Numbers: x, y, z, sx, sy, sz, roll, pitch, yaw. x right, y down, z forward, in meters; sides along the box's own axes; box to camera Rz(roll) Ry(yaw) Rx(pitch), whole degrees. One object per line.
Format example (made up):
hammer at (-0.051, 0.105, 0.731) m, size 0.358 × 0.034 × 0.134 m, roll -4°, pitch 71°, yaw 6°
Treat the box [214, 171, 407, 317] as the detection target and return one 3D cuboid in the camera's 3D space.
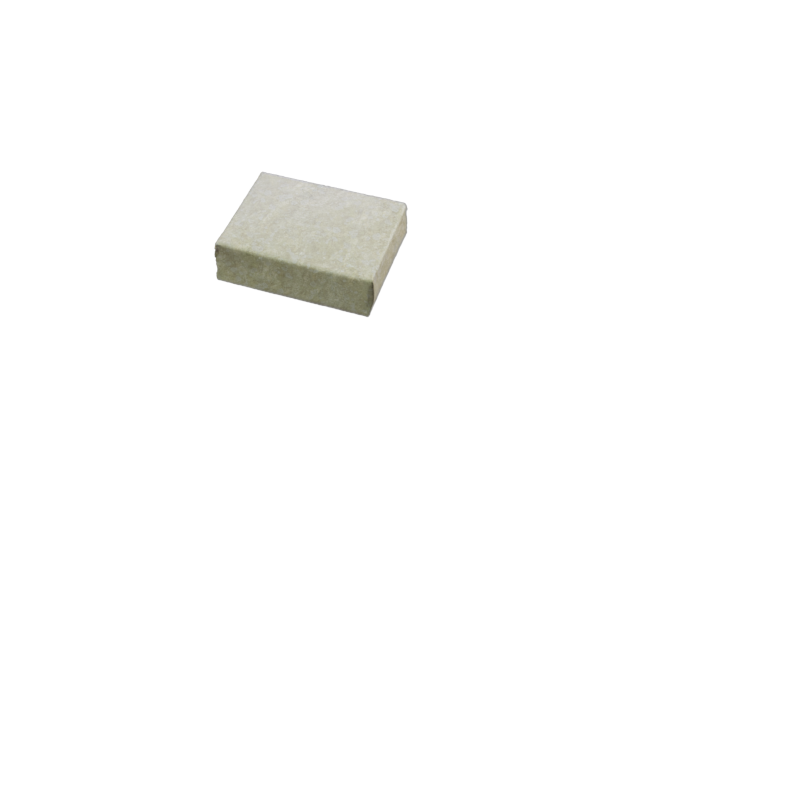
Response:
box at (-0.060, -0.110, 0.767) m, size 0.116 × 0.036 × 0.094 m, roll 12°, pitch 43°, yaw 12°
